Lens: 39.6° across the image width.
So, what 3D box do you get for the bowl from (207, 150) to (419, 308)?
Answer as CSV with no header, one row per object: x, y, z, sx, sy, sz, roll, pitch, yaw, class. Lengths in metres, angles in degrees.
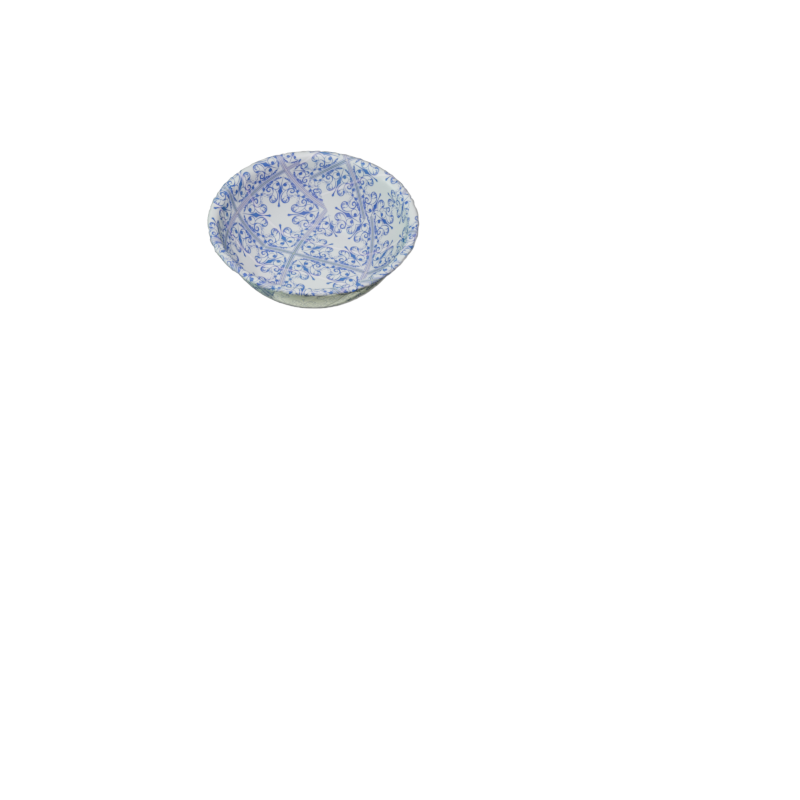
-0.068,-0.123,0.864,0.162,0.174,0.051,-1,-41,-1,bowl
